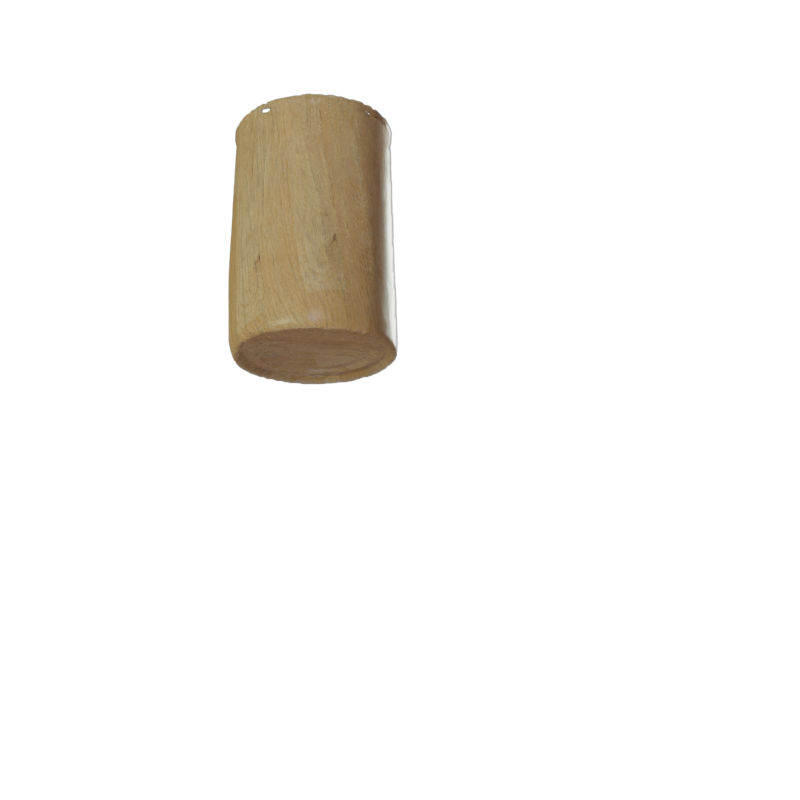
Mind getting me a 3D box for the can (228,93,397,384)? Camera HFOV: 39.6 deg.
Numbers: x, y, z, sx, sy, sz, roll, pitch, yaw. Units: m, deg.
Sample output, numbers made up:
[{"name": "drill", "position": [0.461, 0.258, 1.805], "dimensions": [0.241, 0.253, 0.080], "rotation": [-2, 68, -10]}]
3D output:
[{"name": "can", "position": [-0.036, -0.065, 0.458], "dimensions": [0.068, 0.108, 0.065], "rotation": [0, -23, -2]}]
